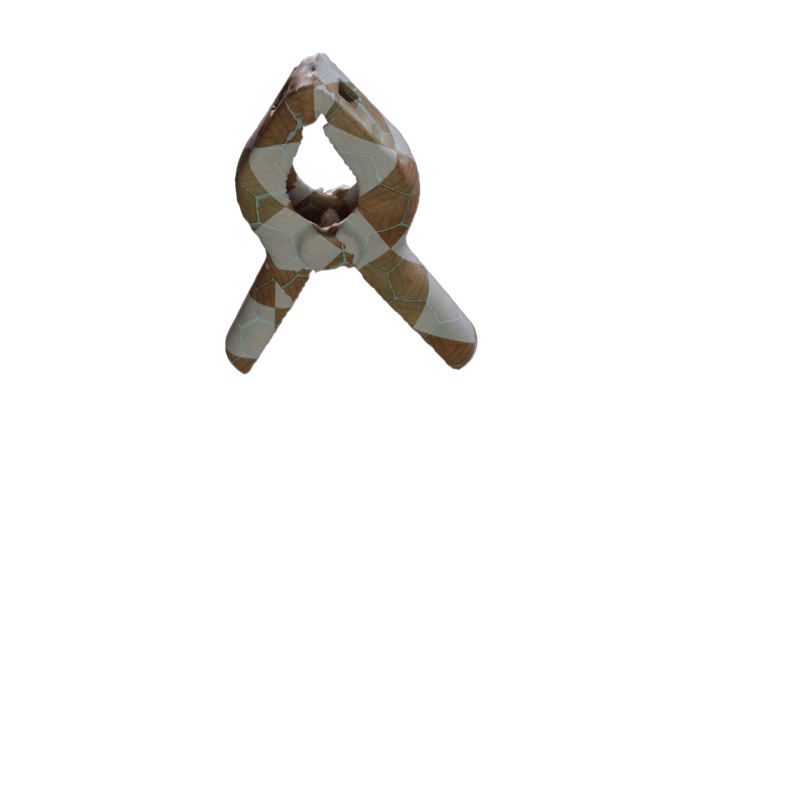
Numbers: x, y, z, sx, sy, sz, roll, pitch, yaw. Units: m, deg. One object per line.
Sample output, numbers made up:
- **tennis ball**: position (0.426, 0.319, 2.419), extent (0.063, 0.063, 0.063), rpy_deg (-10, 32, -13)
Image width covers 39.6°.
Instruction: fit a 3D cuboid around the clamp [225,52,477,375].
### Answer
- **clamp**: position (-0.039, -0.071, 0.495), extent (0.121, 0.159, 0.042), rpy_deg (-11, 38, 9)
